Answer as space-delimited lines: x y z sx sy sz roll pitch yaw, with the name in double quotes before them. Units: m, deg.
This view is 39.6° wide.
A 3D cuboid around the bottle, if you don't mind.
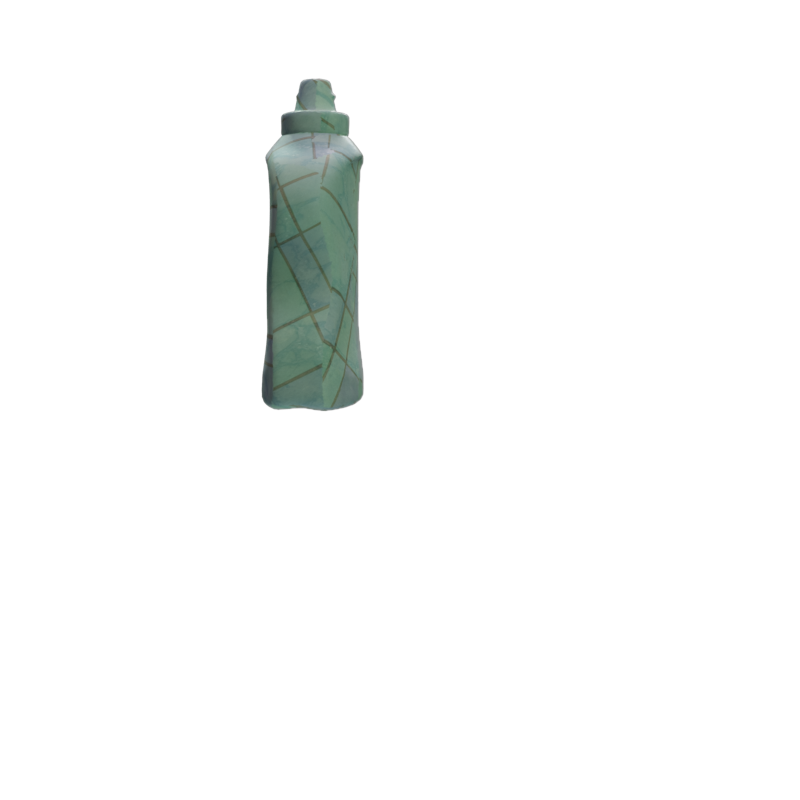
"bottle" -0.051 -0.094 0.656 0.059 0.192 0.094 0 -1 9
